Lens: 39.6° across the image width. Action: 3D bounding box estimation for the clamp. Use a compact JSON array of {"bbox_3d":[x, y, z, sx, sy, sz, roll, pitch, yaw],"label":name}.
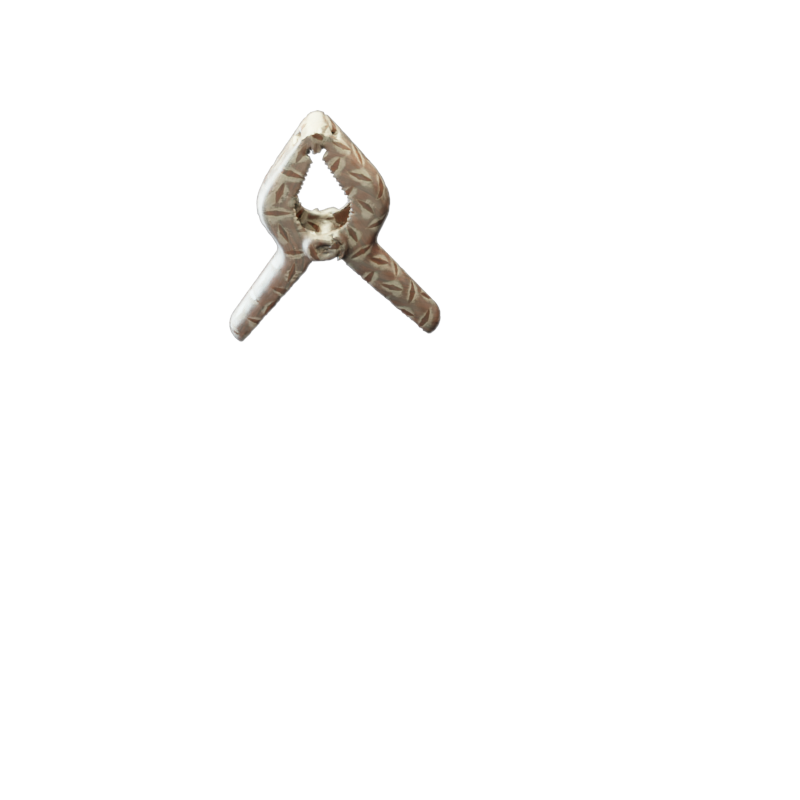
[{"bbox_3d":[-0.064,-0.116,0.815,0.166,0.039,0.194,-7,-46,7],"label":"clamp"}]
